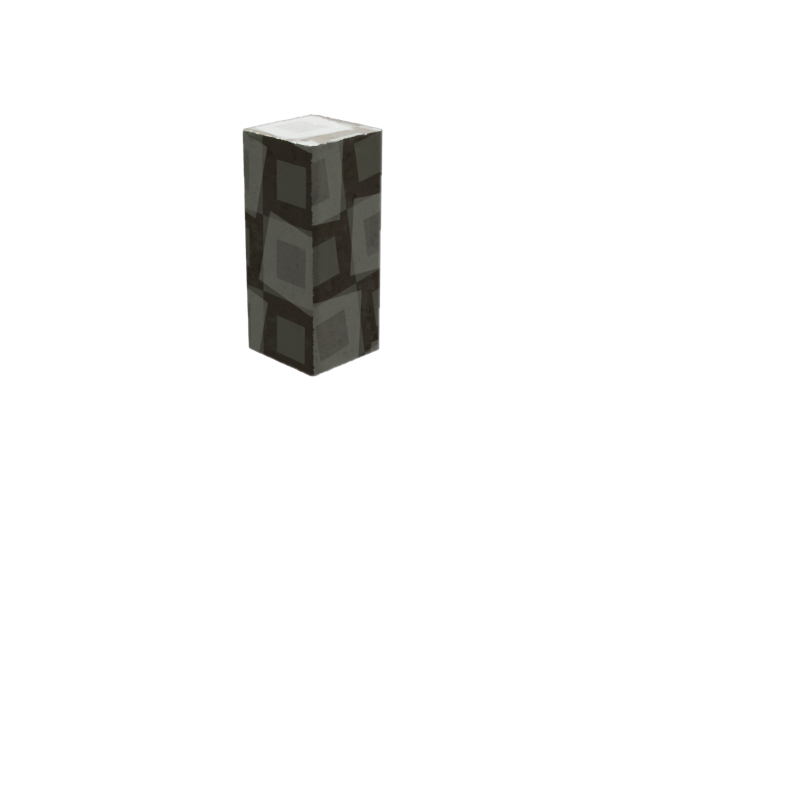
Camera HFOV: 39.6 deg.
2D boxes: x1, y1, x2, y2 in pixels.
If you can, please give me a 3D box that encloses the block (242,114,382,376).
[{"bbox_3d":[-0.078,-0.141,0.985,0.096,0.197,0.089,20,28,40],"label":"block"}]
